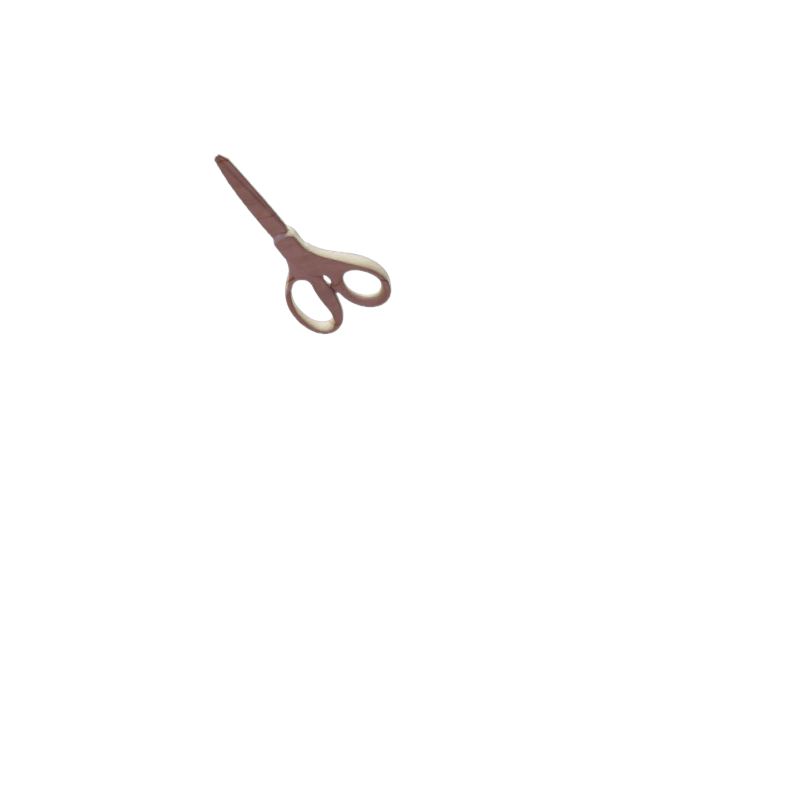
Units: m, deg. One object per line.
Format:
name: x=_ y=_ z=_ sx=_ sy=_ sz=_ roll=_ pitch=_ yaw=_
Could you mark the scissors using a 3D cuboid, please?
scissors: x=-0.067 y=-0.123 z=0.861 sx=0.097 sy=0.017 sz=0.186 roll=-9 pitch=-43 yaw=10
